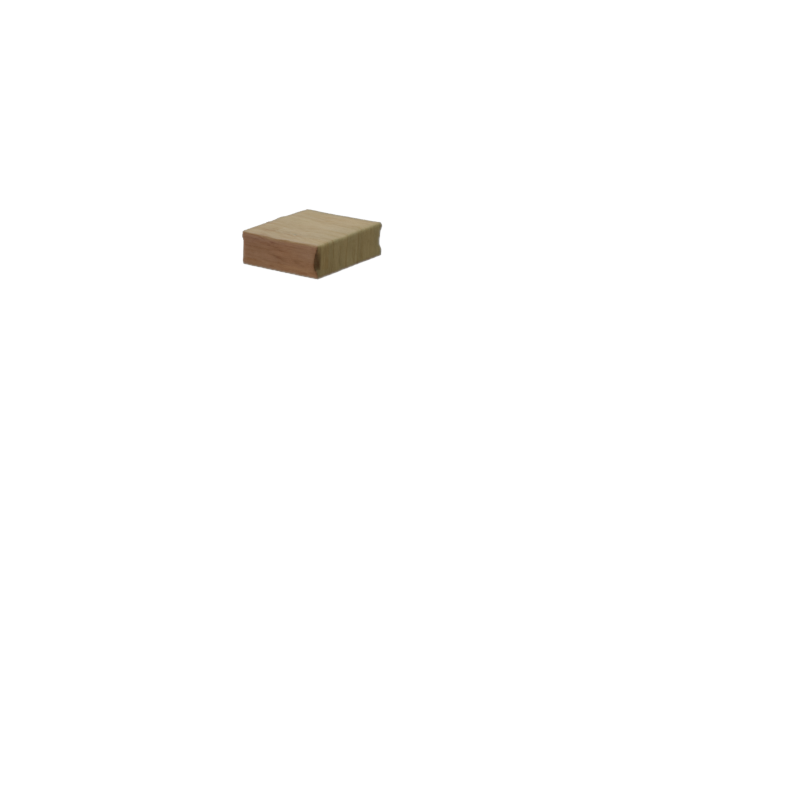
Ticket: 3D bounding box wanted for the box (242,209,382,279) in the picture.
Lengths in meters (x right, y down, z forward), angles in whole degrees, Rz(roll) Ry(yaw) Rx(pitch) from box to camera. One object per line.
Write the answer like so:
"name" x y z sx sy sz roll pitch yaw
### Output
"box" -0.067 -0.123 0.862 0.077 0.029 0.089 15 26 31
